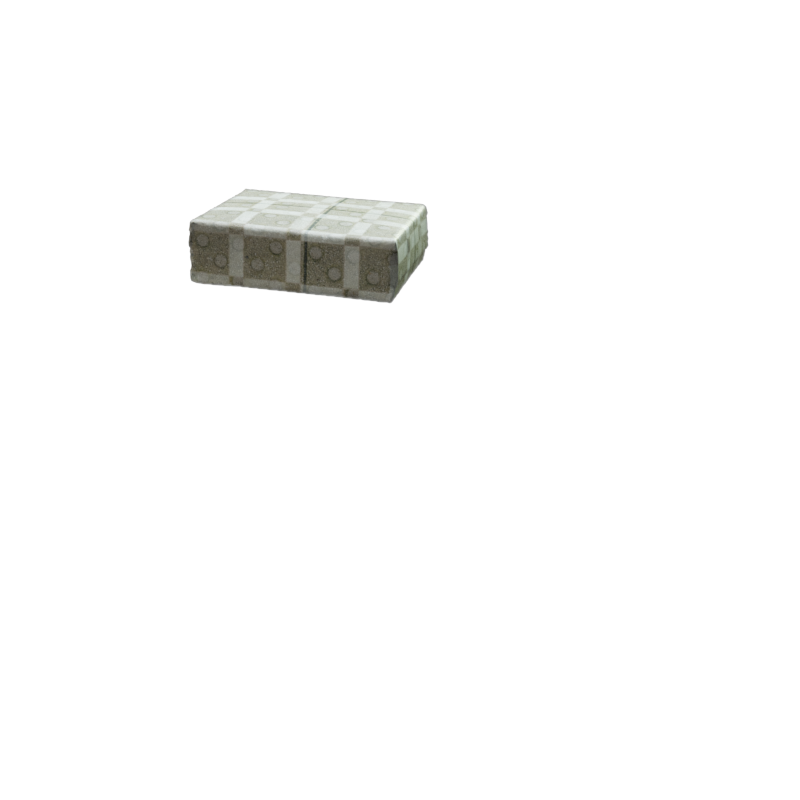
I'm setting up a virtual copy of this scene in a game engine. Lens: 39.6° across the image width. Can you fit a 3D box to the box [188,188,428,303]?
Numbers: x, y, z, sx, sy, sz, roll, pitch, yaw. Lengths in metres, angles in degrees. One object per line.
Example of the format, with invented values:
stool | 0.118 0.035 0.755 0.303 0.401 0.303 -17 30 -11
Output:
box | -0.047 -0.087 0.607 0.116 0.037 0.091 5 20 13
